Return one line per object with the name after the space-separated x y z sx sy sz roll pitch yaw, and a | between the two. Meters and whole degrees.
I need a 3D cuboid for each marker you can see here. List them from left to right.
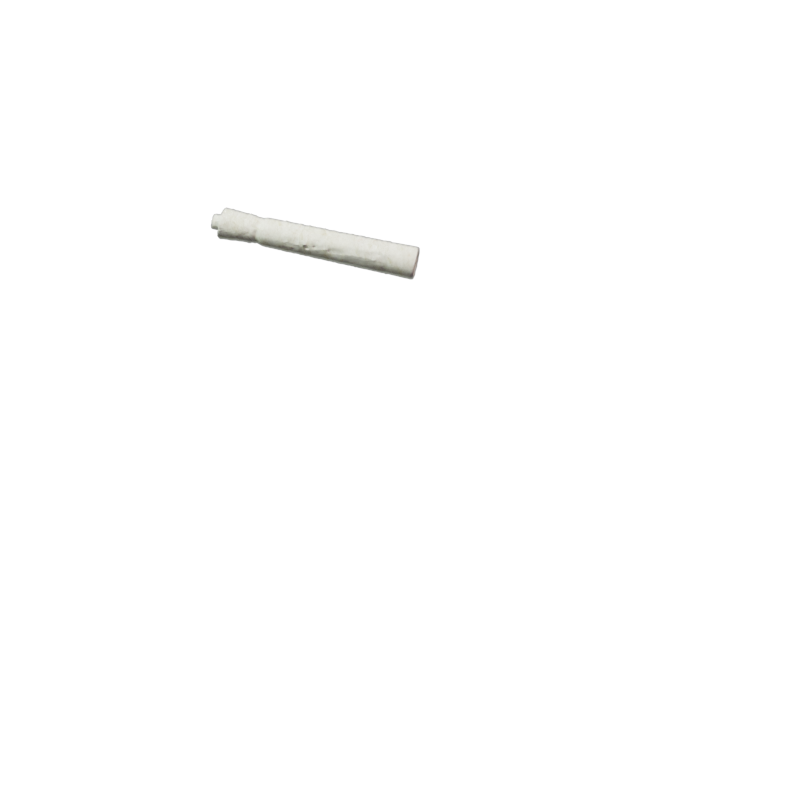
-0.050 -0.091 0.636 0.123 0.020 0.020 13 6 9 | marker
